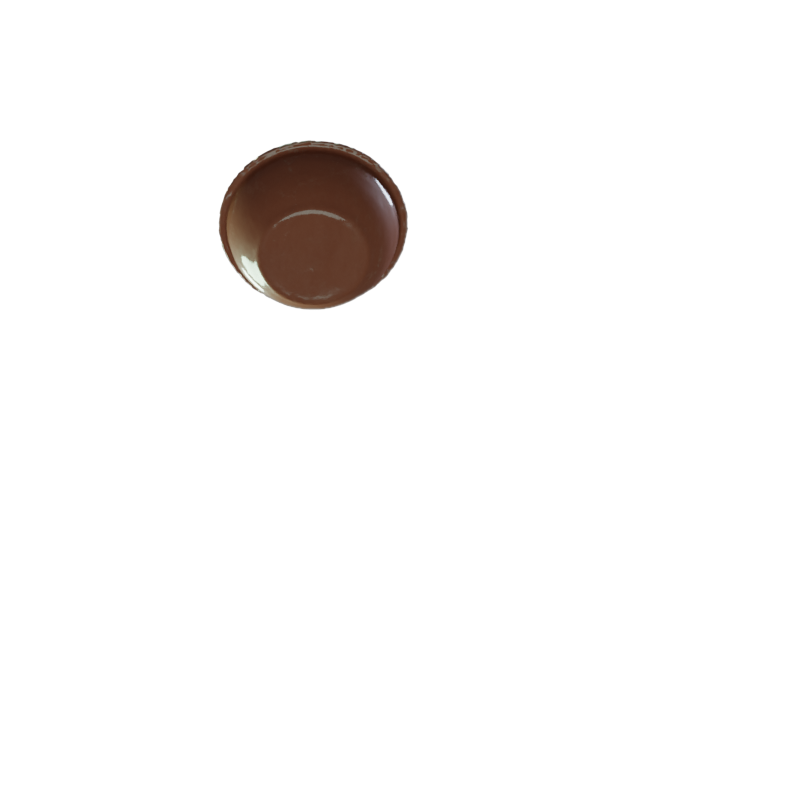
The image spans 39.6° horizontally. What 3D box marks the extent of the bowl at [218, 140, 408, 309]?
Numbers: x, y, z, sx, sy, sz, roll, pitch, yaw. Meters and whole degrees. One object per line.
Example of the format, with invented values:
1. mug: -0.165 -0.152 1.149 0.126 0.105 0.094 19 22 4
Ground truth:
1. bowl: -0.072 -0.132 0.925 0.162 0.152 0.059 1 32 -1
